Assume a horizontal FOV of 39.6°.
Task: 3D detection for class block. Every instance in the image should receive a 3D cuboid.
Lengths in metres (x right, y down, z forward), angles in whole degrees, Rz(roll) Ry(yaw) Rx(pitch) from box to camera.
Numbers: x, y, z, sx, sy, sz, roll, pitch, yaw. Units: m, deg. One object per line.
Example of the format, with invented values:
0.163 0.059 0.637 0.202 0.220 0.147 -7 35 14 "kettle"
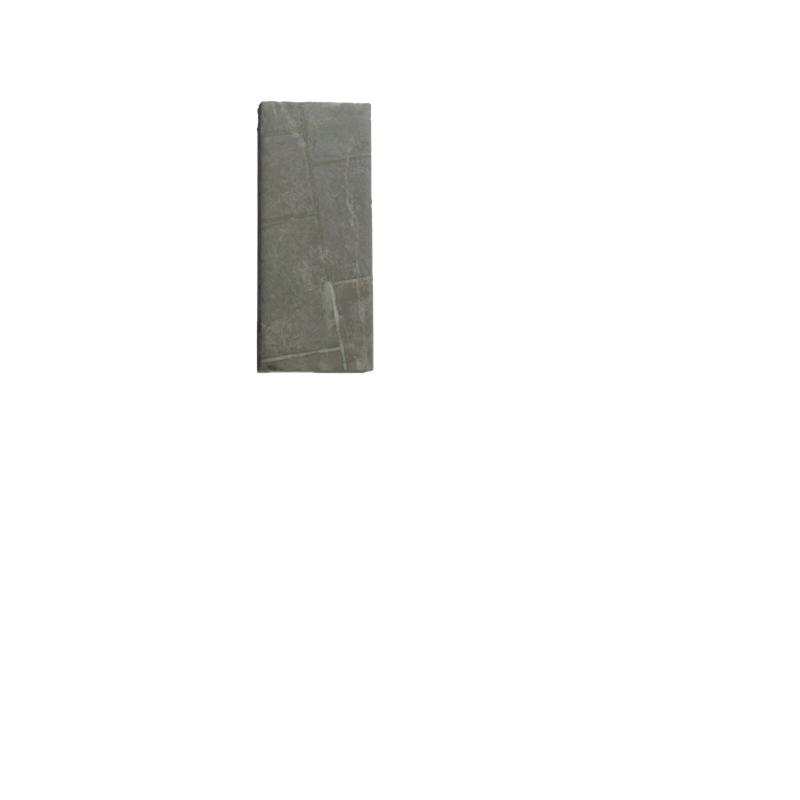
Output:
-0.070 -0.126 0.884 0.090 0.210 0.090 0 -7 -6 "block"
